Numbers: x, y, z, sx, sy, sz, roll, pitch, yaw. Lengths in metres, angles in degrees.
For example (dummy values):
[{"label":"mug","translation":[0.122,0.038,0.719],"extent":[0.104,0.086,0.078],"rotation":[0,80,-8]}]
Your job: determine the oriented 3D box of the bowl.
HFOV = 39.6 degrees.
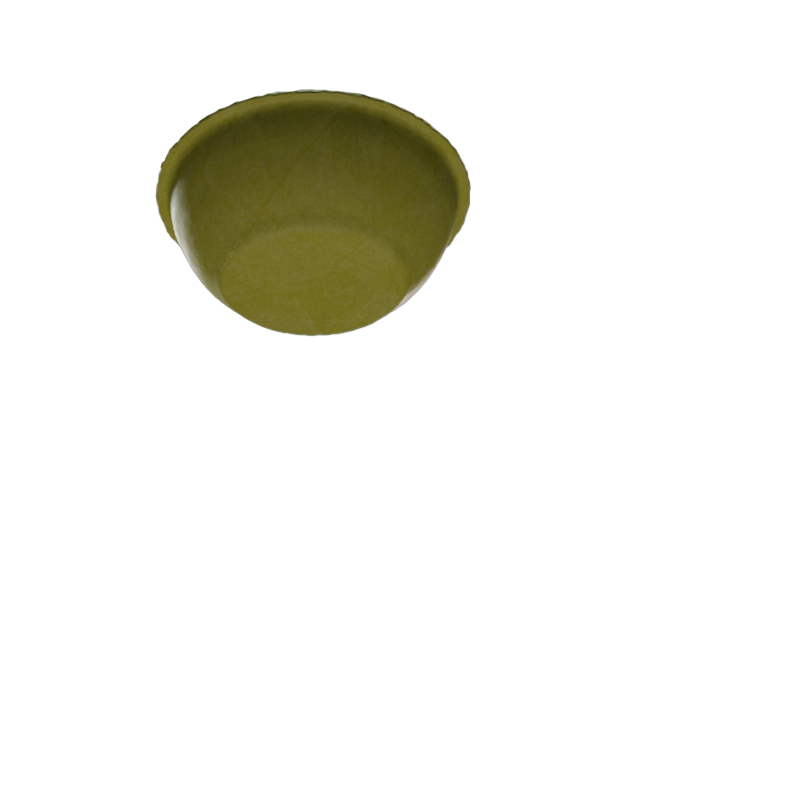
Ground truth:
[{"label":"bowl","translation":[-0.044,-0.079,0.556],"extent":[0.162,0.059,0.152],"rotation":[1,-33,-2]}]
